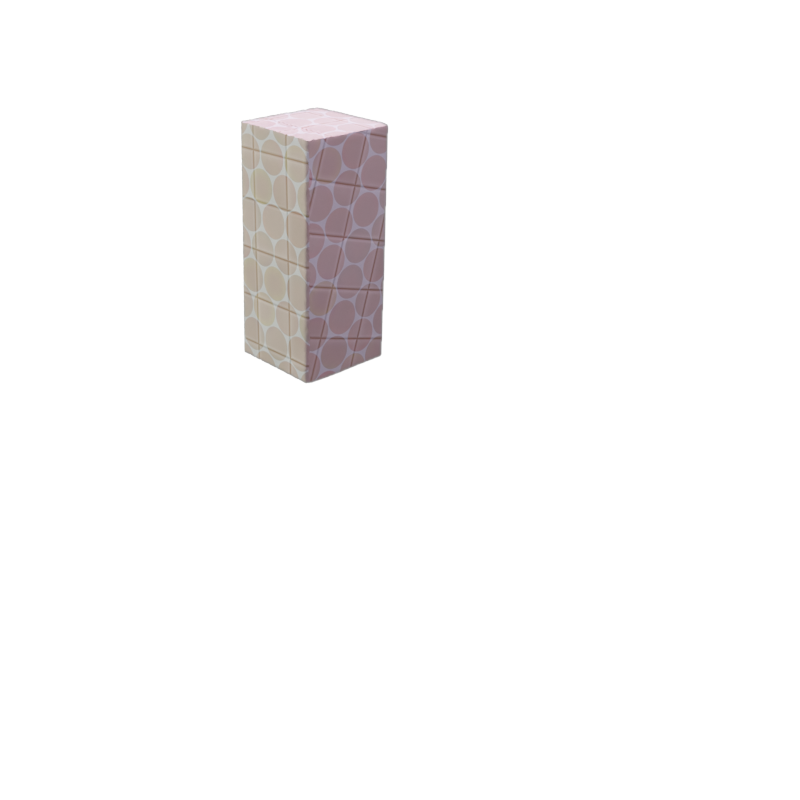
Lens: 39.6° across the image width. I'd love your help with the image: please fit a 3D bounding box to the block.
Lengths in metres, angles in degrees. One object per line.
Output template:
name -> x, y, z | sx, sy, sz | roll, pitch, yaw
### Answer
block -> -0.073, -0.134, 0.937 | 0.089, 0.197, 0.096 | -17, 27, -40
